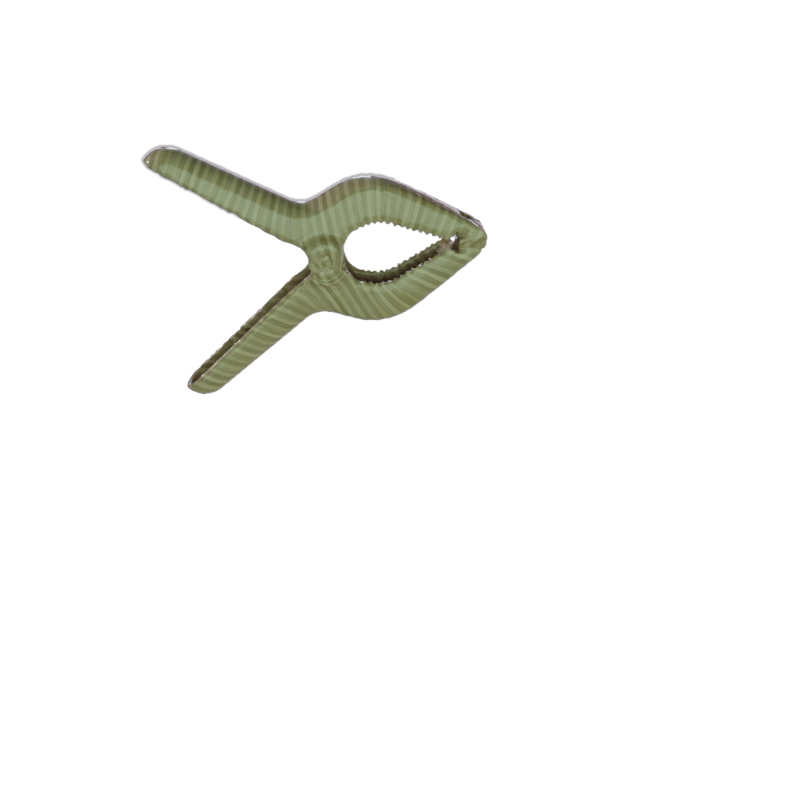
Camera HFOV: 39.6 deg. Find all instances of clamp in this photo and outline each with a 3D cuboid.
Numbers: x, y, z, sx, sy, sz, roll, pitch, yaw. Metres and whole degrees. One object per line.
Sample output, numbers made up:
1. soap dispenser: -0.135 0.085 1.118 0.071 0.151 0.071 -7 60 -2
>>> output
1. clamp: -0.054 -0.099 0.693 0.210 0.156 0.038 -13 20 5
